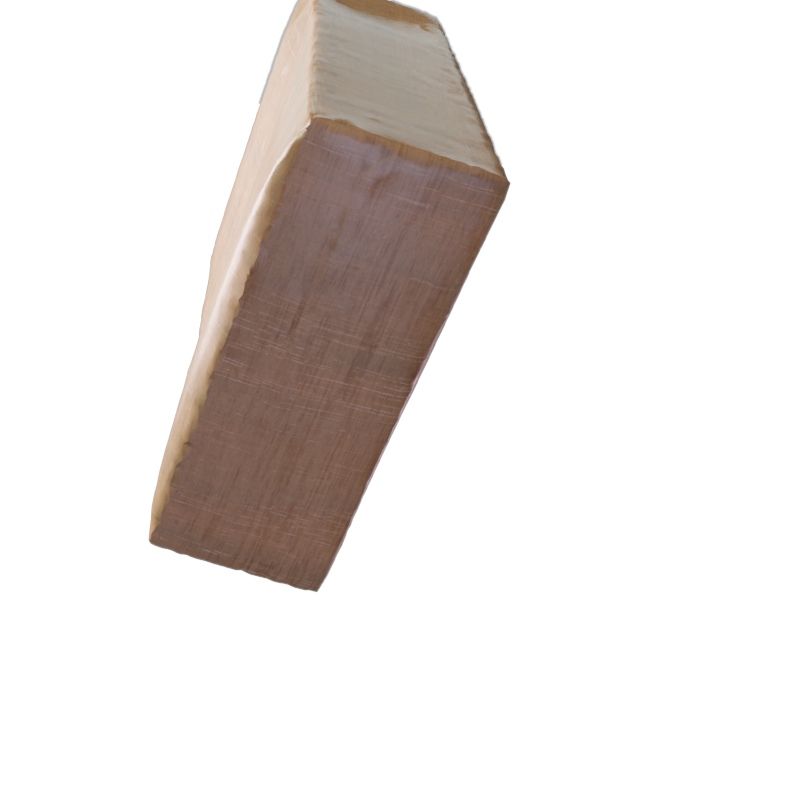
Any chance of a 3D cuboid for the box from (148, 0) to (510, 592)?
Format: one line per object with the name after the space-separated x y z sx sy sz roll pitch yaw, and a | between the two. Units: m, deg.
-0.035 -0.063 0.441 0.070 0.158 0.227 18 26 -14 | box
